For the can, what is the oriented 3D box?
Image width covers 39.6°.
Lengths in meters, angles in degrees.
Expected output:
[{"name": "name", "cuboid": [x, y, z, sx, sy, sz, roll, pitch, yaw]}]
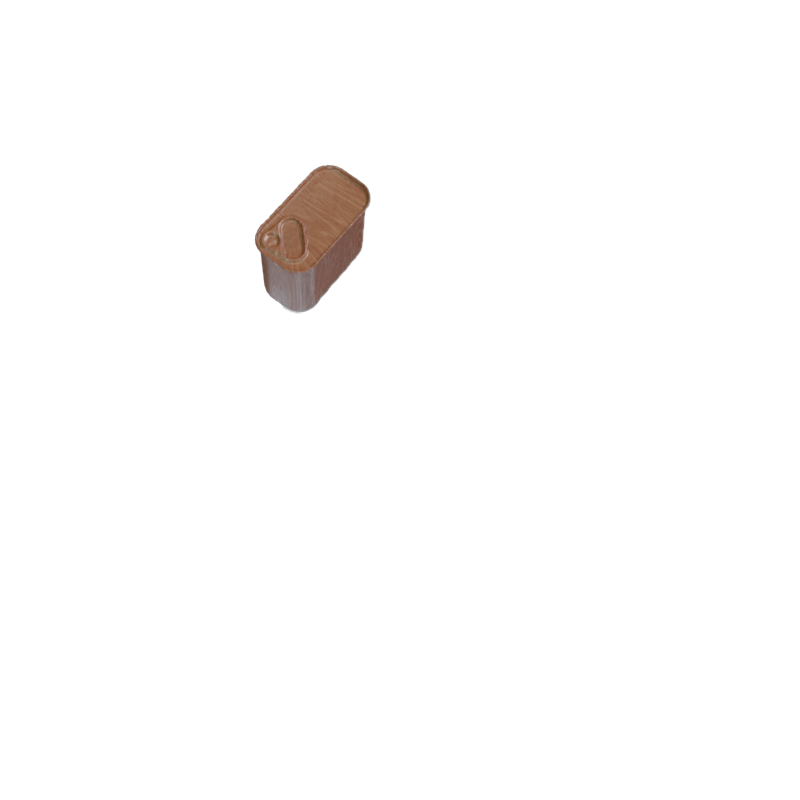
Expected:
[{"name": "can", "cuboid": [-0.073, -0.132, 0.926, 0.060, 0.104, 0.079, 35, -21, 12]}]
